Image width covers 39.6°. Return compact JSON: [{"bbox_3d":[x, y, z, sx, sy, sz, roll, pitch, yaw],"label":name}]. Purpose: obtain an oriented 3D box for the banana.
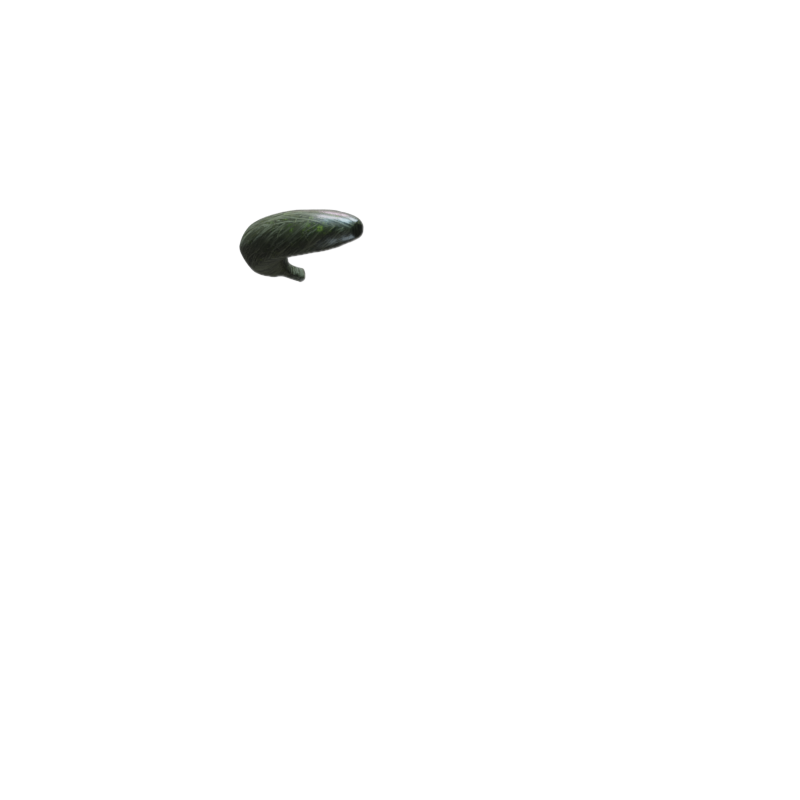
[{"bbox_3d":[-0.087,-0.124,0.868,0.068,0.037,0.199,1,-2,-17],"label":"banana"}]
